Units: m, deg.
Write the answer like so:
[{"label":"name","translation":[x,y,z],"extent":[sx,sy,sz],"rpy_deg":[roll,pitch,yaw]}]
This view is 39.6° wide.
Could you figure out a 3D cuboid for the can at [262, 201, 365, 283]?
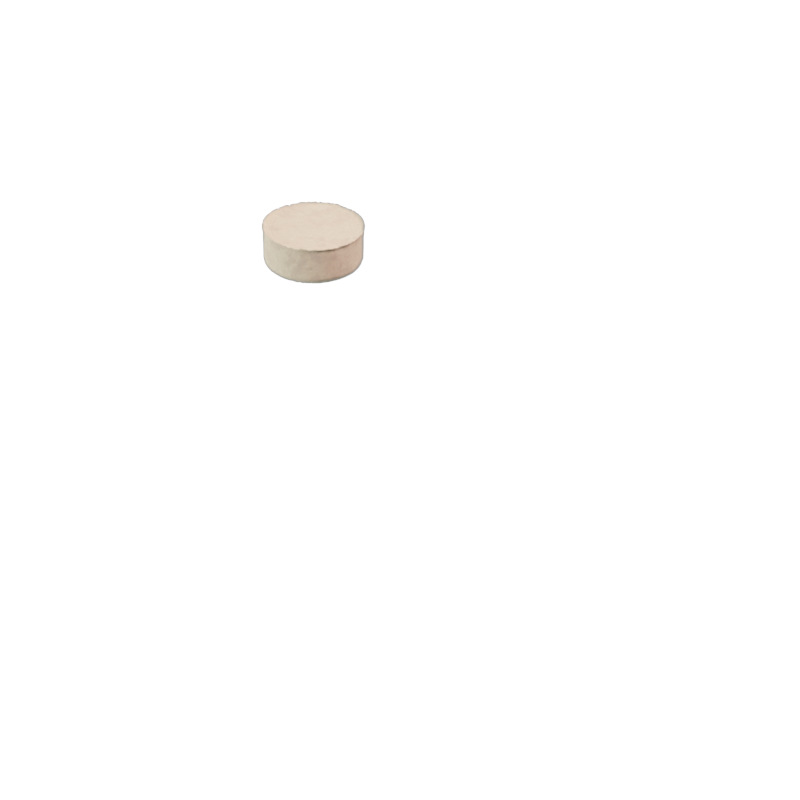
[{"label":"can","translation":[-0.073,-0.133,0.929],"extent":[0.086,0.031,0.092],"rpy_deg":[-1,34,-2]}]
